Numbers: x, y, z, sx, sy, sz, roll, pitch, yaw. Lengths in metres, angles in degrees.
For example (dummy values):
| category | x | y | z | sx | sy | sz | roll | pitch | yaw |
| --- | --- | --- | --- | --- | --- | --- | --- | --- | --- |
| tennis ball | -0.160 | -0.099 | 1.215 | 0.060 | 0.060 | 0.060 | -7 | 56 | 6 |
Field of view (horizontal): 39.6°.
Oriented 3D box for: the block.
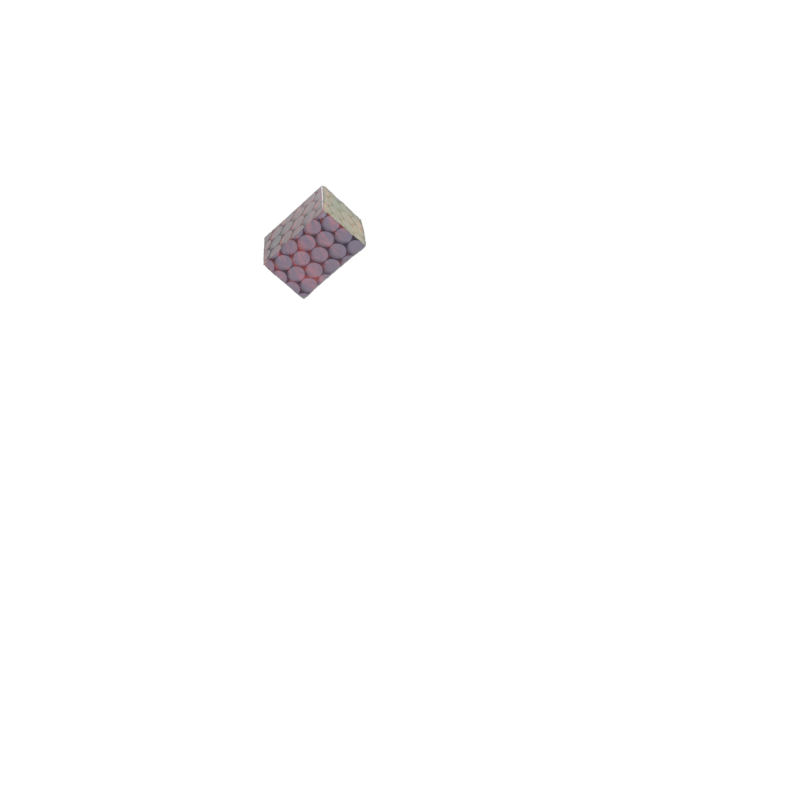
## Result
| category | x | y | z | sx | sy | sz | roll | pitch | yaw |
| --- | --- | --- | --- | --- | --- | --- | --- | --- | --- |
| block | -0.076 | -0.139 | 0.976 | 0.077 | 0.050 | 0.055 | -38 | 27 | 21 |
